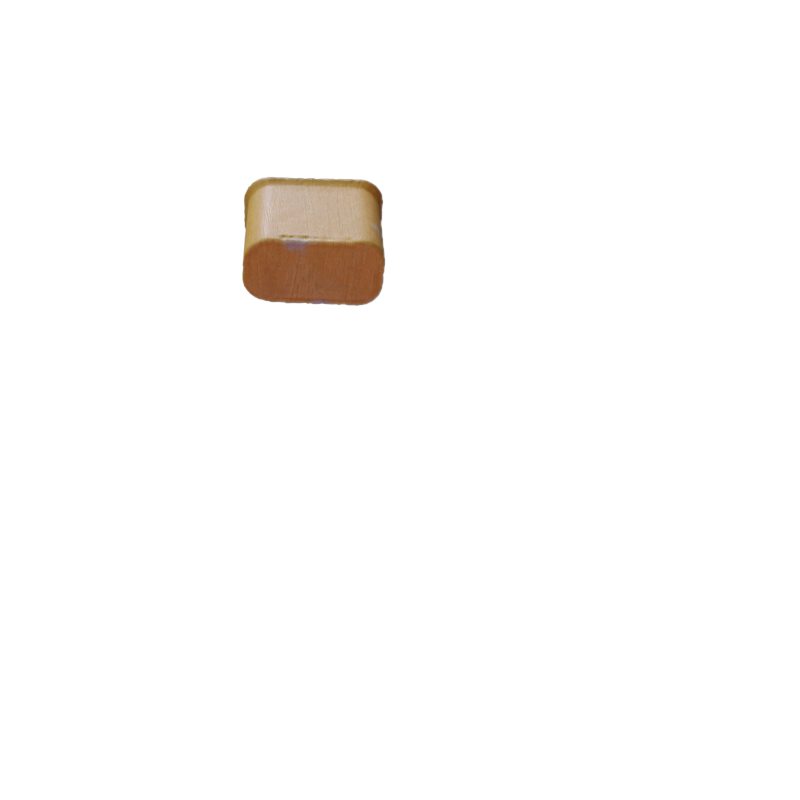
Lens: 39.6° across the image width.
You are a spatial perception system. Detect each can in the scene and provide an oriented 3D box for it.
[{"bbox_3d":[-0.061,-0.112,0.783,0.102,0.054,0.090,1,37,-3],"label":"can"}]
